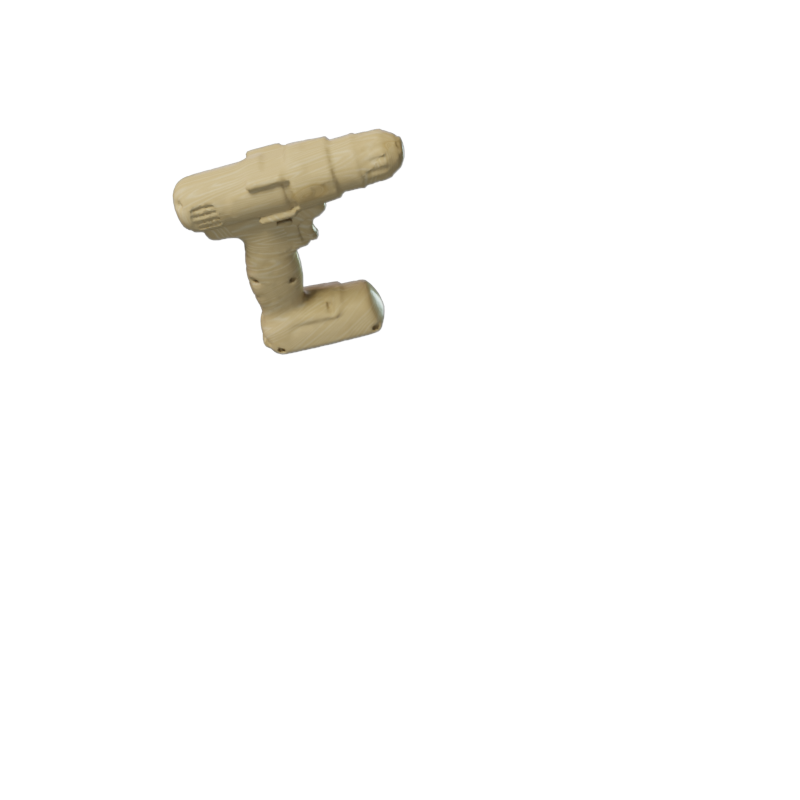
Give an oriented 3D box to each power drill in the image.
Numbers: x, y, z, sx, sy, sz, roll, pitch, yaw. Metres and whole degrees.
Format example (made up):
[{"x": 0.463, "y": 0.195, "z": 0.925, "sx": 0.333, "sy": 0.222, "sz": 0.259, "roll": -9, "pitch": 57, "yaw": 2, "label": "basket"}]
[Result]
[{"x": -0.071, "y": -0.129, "z": 0.901, "sx": 0.186, "sy": 0.173, "sz": 0.062, "roll": -11, "pitch": 41, "yaw": 10, "label": "power drill"}]
